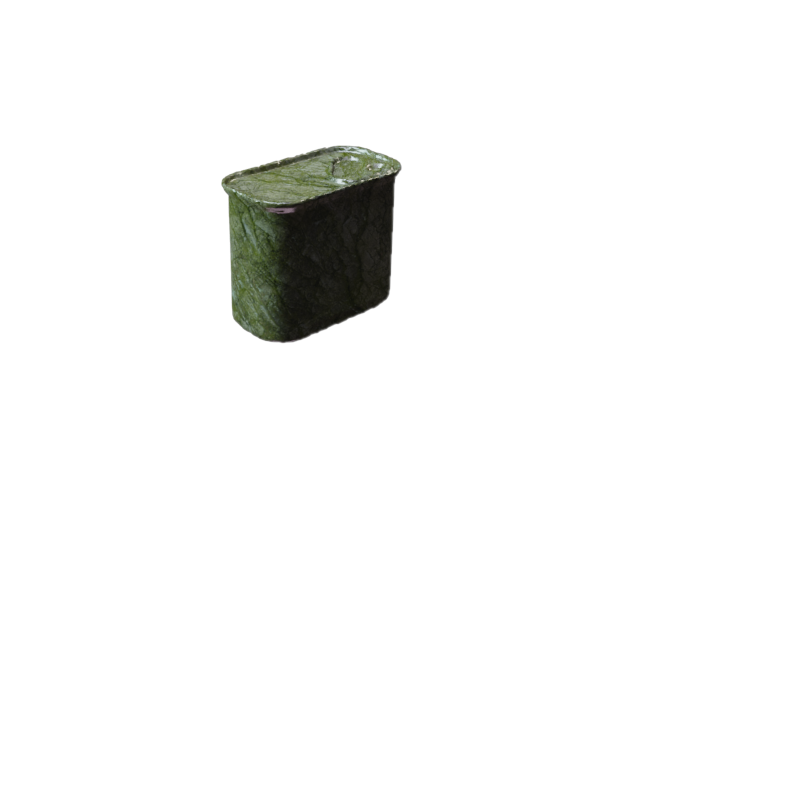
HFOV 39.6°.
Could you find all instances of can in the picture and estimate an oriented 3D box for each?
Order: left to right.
[{"bbox_3d":[-0.049,-0.089,0.623,0.101,0.079,0.061,-24,36,-39],"label":"can"}]
